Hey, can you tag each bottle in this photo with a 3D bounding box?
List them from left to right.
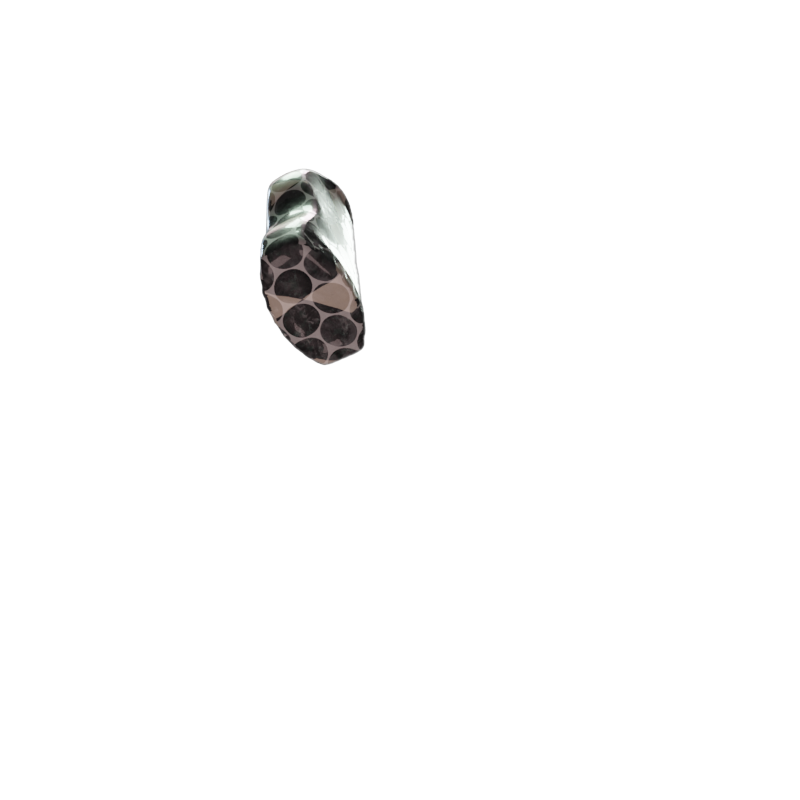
[{"bbox_3d":[-0.063,-0.115,0.804,0.058,0.090,0.204,-25,31,12],"label":"bottle"}]
